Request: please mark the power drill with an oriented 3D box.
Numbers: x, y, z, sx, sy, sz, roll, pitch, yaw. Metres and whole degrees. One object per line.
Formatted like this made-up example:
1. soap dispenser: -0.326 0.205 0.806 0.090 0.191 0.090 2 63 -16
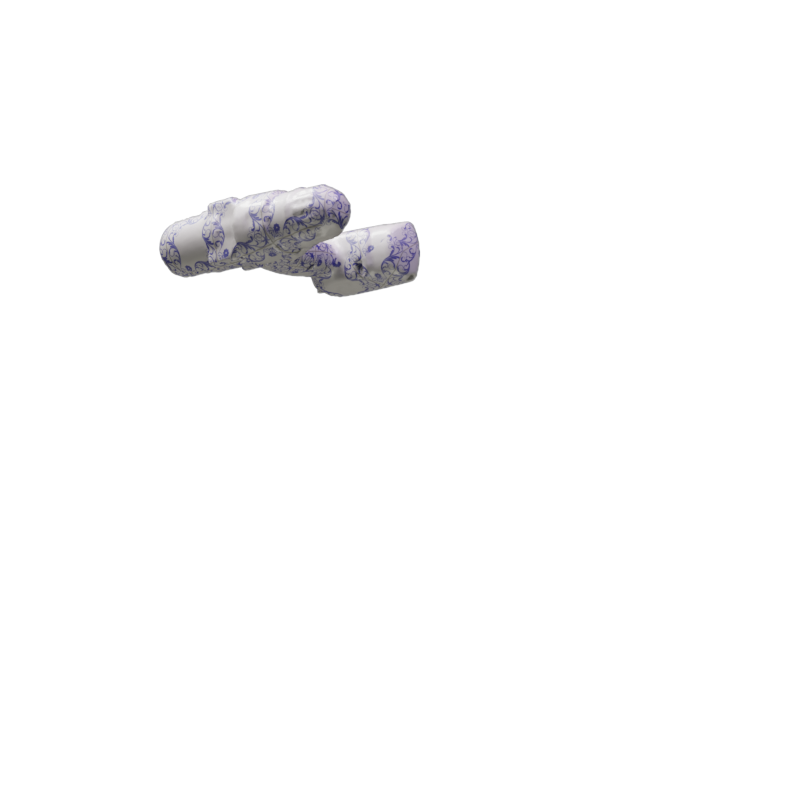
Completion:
1. power drill: -0.069 -0.126 0.882 0.190 0.059 0.178 -4 -7 40
